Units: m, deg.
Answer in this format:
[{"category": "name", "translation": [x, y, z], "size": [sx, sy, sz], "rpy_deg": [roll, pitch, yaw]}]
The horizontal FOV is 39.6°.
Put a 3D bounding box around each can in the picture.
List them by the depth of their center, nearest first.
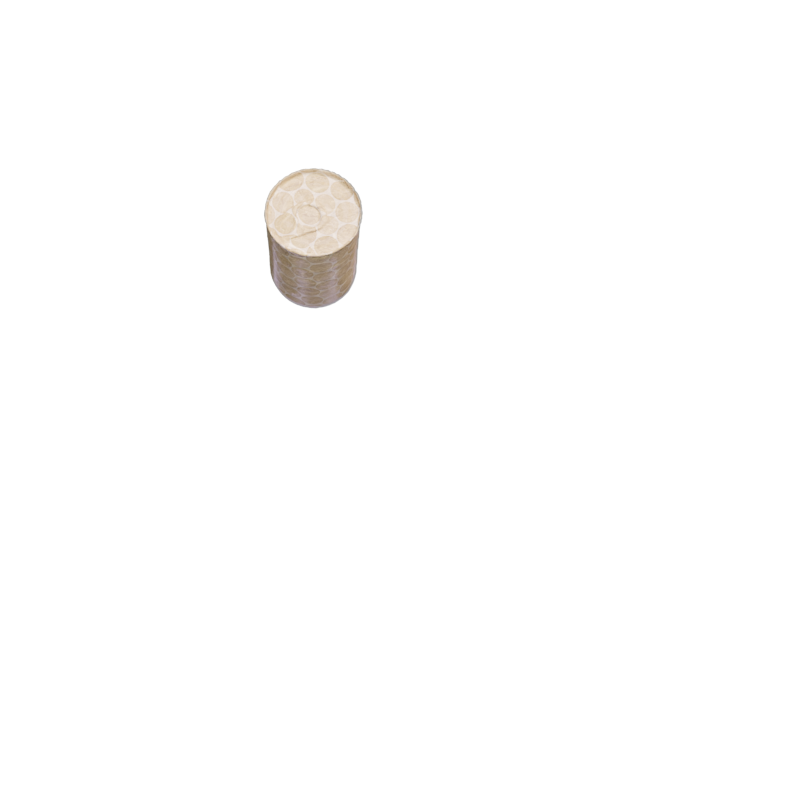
[{"category": "can", "translation": [-0.063, -0.116, 0.811], "size": [0.068, 0.072, 0.097], "rpy_deg": [0, -20, -3]}]
